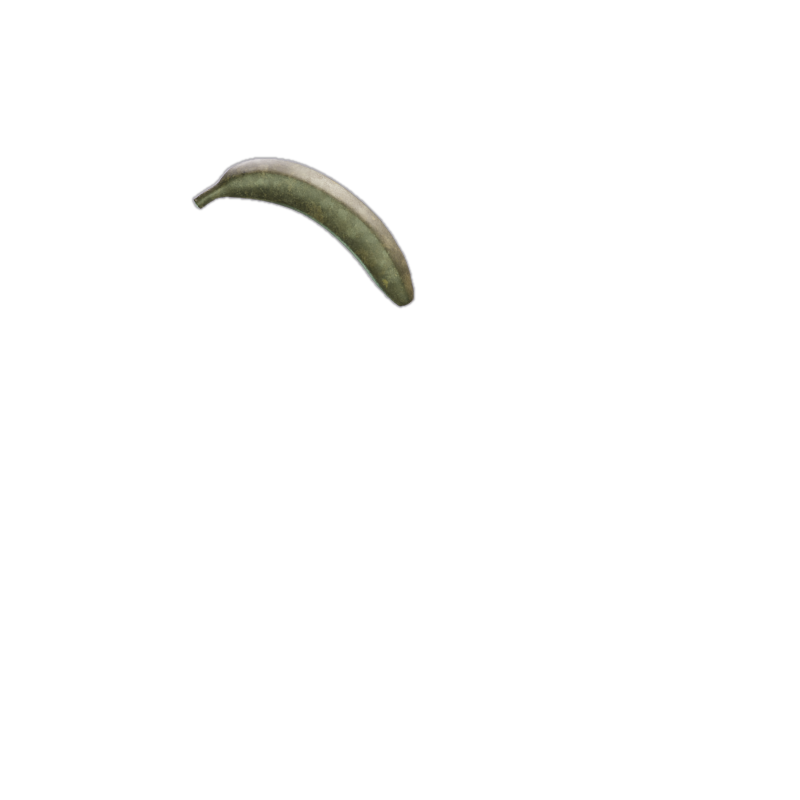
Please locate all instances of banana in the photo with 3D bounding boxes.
[{"bbox_3d":[-0.066,-0.147,0.905,0.196,0.069,0.038,26,9,-4],"label":"banana"}]
